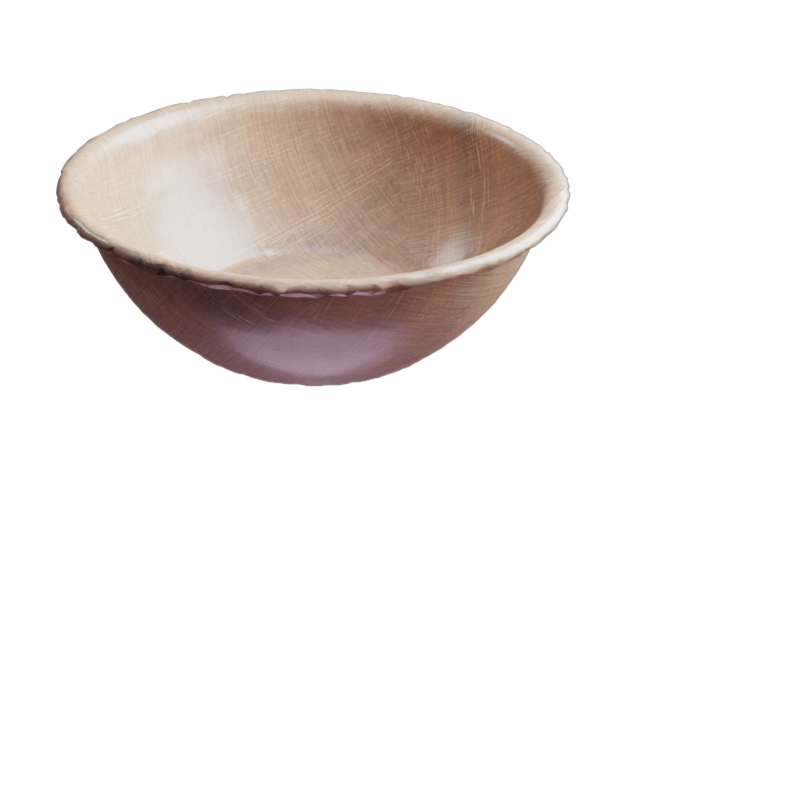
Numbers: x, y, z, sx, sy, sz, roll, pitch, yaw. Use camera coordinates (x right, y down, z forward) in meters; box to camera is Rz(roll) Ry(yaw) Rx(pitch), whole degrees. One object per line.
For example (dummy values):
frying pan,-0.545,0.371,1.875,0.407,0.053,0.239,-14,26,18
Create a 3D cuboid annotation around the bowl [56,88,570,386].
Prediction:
bowl,-0.029,-0.052,0.366,0.162,0.052,0.172,-1,32,-2
